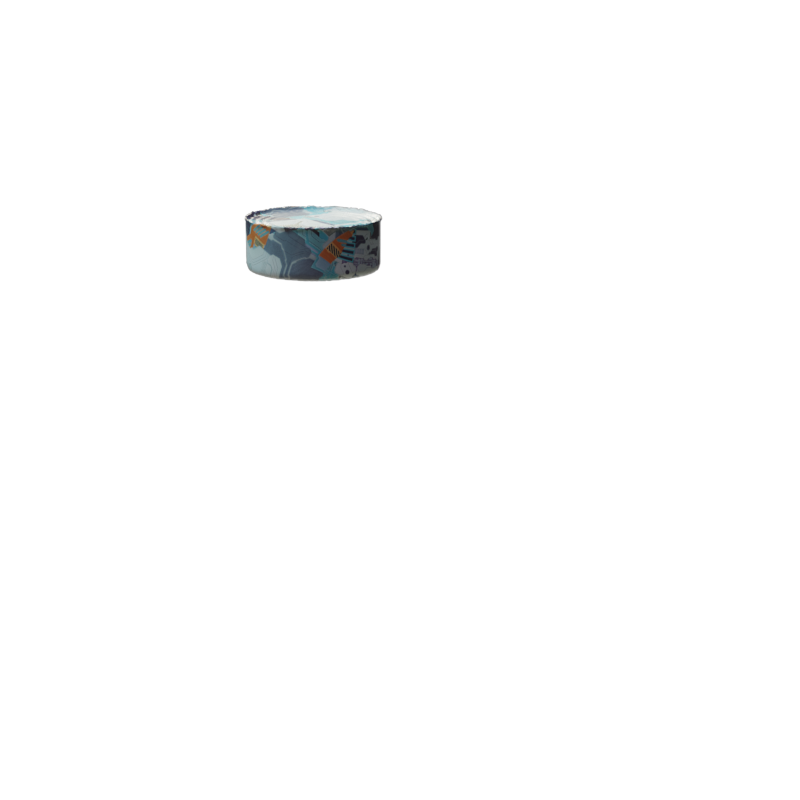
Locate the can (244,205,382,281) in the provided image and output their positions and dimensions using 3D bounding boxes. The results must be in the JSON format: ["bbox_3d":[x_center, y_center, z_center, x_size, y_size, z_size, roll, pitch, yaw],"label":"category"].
[{"bbox_3d":[-0.054,-0.099,0.694,0.086,0.032,0.089,-1,17,-2],"label":"can"}]
